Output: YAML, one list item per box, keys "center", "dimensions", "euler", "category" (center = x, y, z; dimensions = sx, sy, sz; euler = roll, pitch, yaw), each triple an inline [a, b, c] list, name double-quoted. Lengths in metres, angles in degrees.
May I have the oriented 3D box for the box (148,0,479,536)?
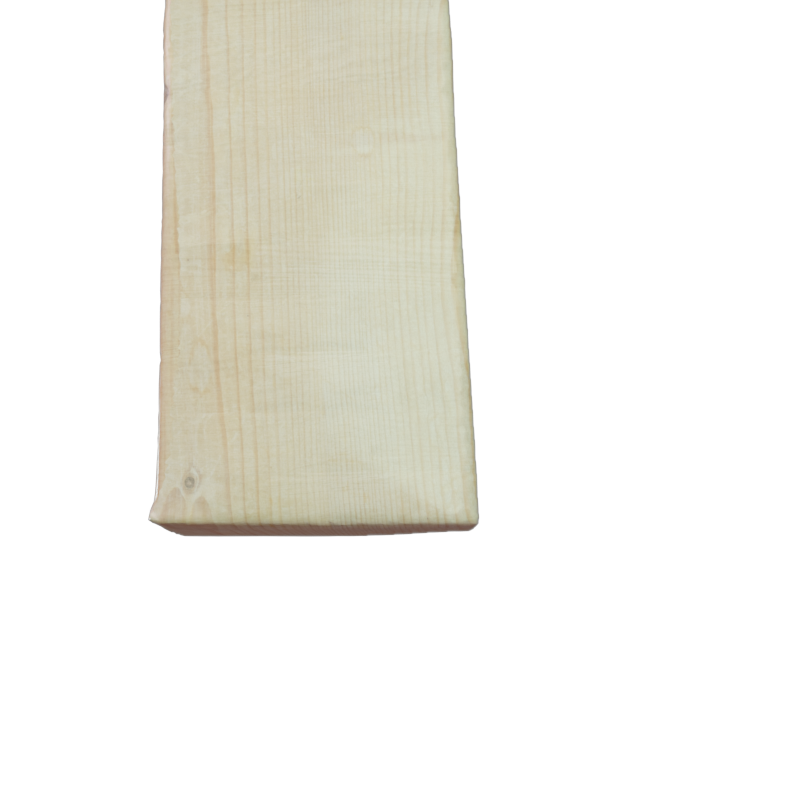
- center: [-0.027, -0.049, 0.347]
  dimensions: [0.094, 0.184, 0.046]
  euler: [-2, -18, 4]
  category: "box"
